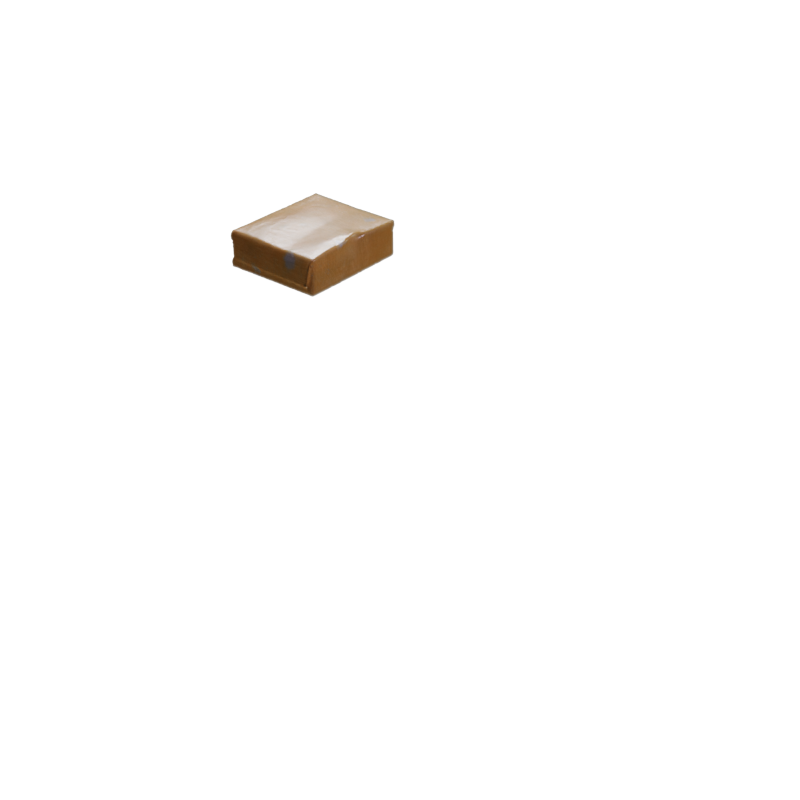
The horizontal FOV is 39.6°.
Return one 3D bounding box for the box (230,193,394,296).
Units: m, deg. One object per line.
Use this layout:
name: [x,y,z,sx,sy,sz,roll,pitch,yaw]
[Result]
box: [-0.059,-0.108,0.755,0.077,0.028,0.089,23,38,33]
